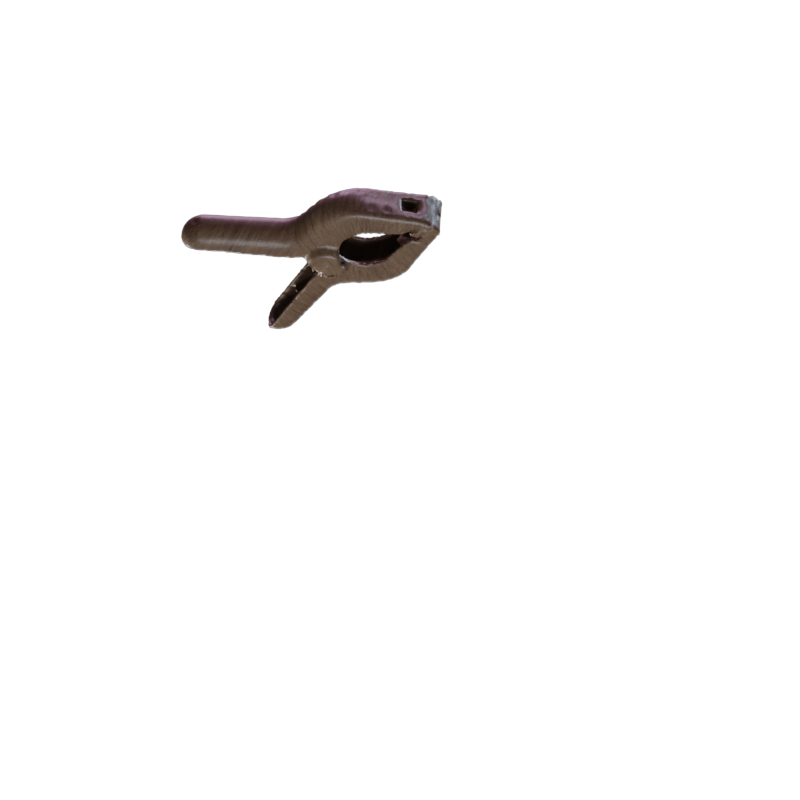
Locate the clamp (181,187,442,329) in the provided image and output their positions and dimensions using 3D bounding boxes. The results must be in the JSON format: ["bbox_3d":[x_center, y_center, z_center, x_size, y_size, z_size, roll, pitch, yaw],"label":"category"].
[{"bbox_3d":[-0.058,-0.105,0.736,0.172,0.042,0.112,-22,-37,32],"label":"clamp"}]
